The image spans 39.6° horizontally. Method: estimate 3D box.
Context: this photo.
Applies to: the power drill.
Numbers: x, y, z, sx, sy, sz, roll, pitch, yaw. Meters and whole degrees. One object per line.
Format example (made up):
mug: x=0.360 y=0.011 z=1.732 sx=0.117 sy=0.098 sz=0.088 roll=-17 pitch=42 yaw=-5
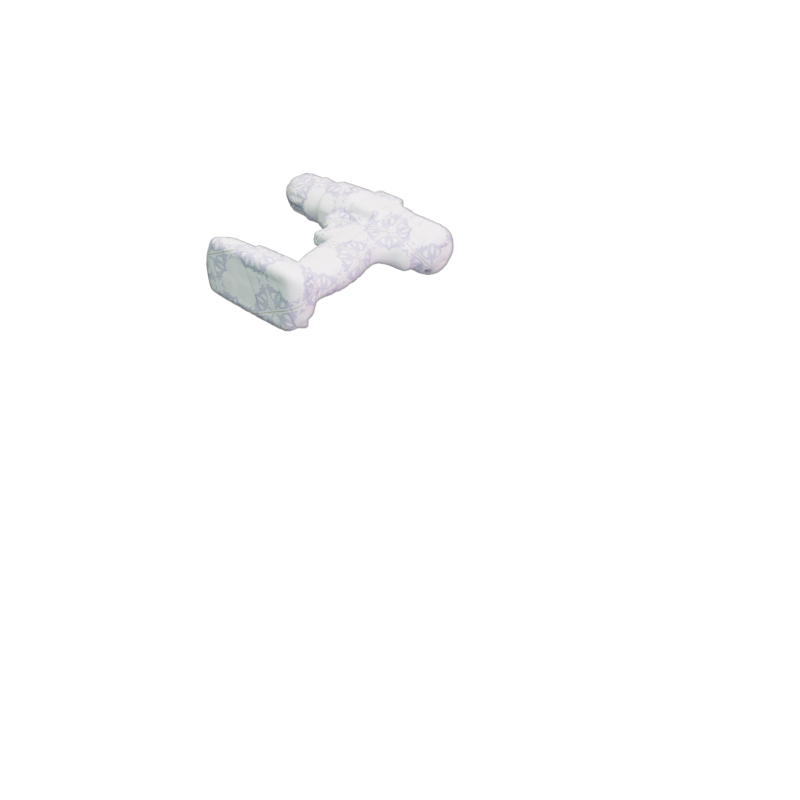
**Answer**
power drill: x=-0.075 y=-0.137 z=0.961 sx=0.196 sy=0.054 sz=0.188 roll=26 pitch=41 yaw=33
